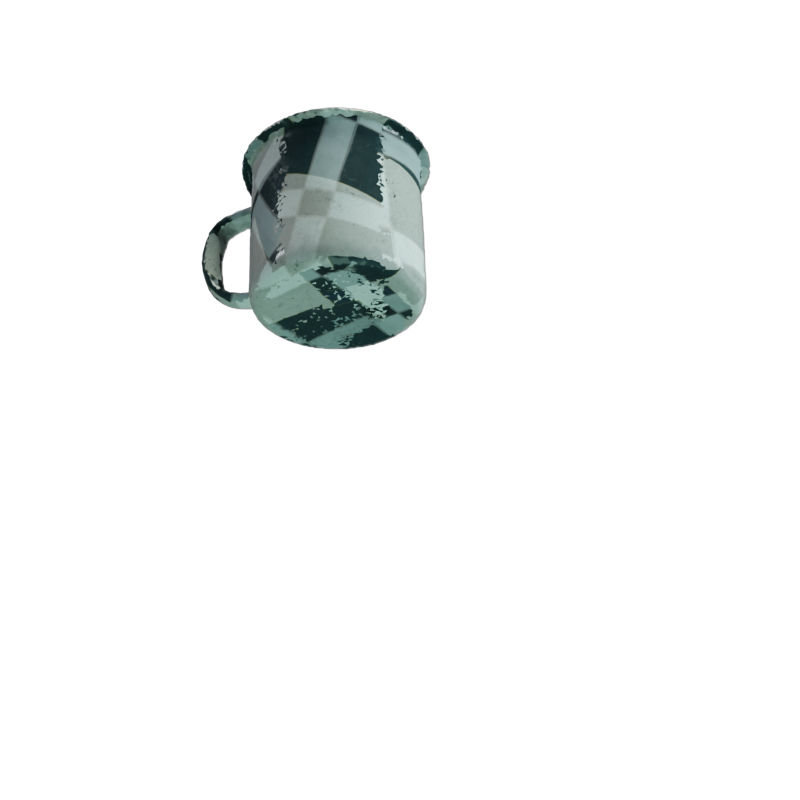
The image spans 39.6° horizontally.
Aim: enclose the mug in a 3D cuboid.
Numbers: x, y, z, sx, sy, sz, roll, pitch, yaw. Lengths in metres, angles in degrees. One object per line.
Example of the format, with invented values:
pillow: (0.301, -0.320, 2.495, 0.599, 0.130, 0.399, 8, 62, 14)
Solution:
mug: (-0.041, -0.075, 0.528, 0.119, 0.087, 0.086, -11, -33, 16)
